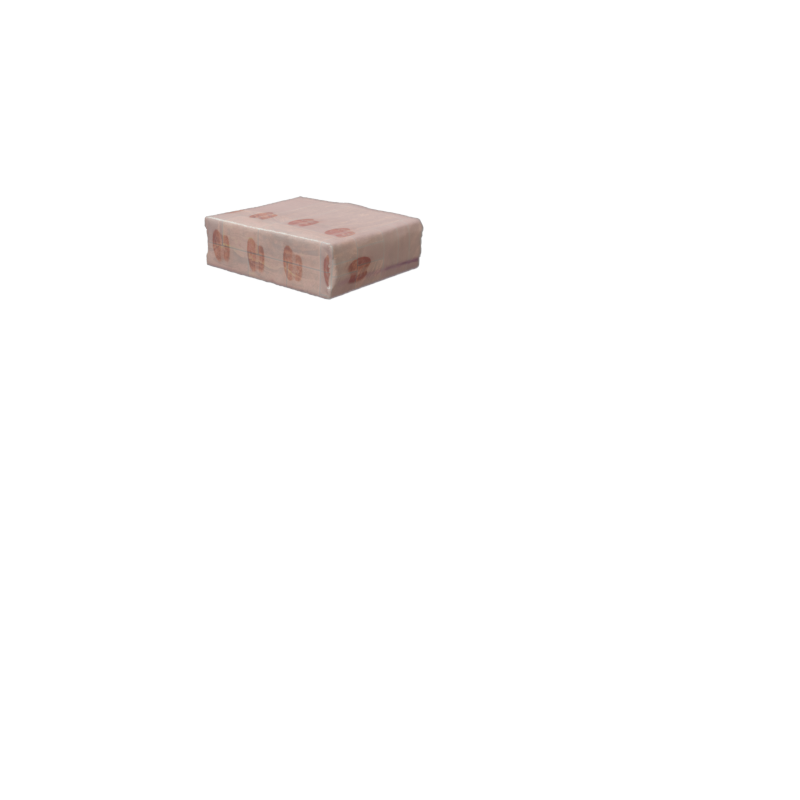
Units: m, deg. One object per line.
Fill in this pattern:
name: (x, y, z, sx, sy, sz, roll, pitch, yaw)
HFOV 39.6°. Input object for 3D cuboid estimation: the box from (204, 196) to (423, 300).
box: (-0.045, -0.082, 0.573, 0.094, 0.029, 0.072, 17, 26, 37)
